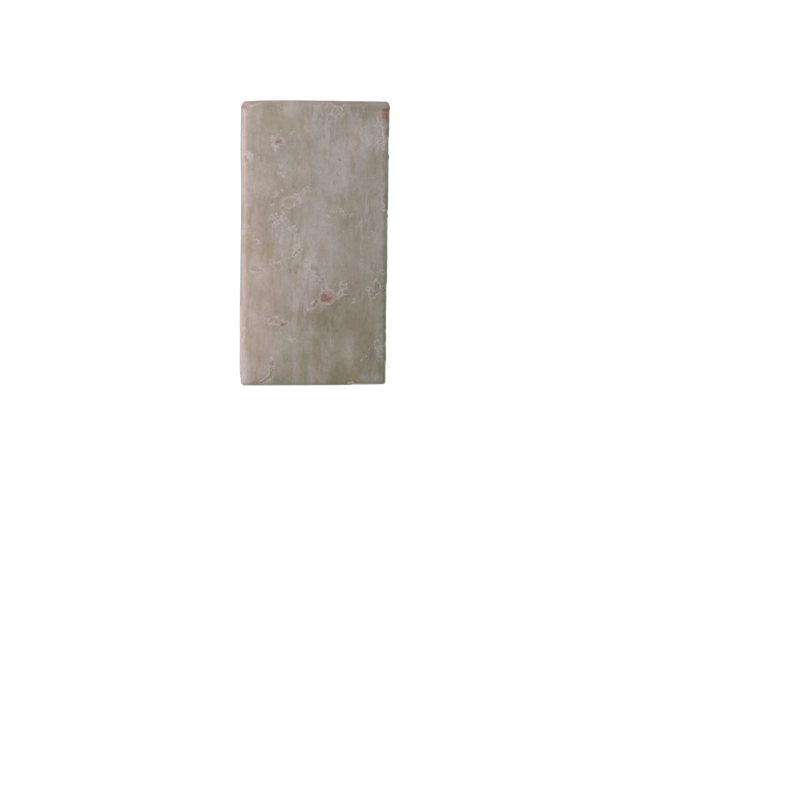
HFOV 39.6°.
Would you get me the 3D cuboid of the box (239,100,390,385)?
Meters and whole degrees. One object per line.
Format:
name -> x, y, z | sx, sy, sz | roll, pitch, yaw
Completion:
box -> -0.055, -0.100, 0.698 | 0.093, 0.173, 0.049 | 0, 7, -6
